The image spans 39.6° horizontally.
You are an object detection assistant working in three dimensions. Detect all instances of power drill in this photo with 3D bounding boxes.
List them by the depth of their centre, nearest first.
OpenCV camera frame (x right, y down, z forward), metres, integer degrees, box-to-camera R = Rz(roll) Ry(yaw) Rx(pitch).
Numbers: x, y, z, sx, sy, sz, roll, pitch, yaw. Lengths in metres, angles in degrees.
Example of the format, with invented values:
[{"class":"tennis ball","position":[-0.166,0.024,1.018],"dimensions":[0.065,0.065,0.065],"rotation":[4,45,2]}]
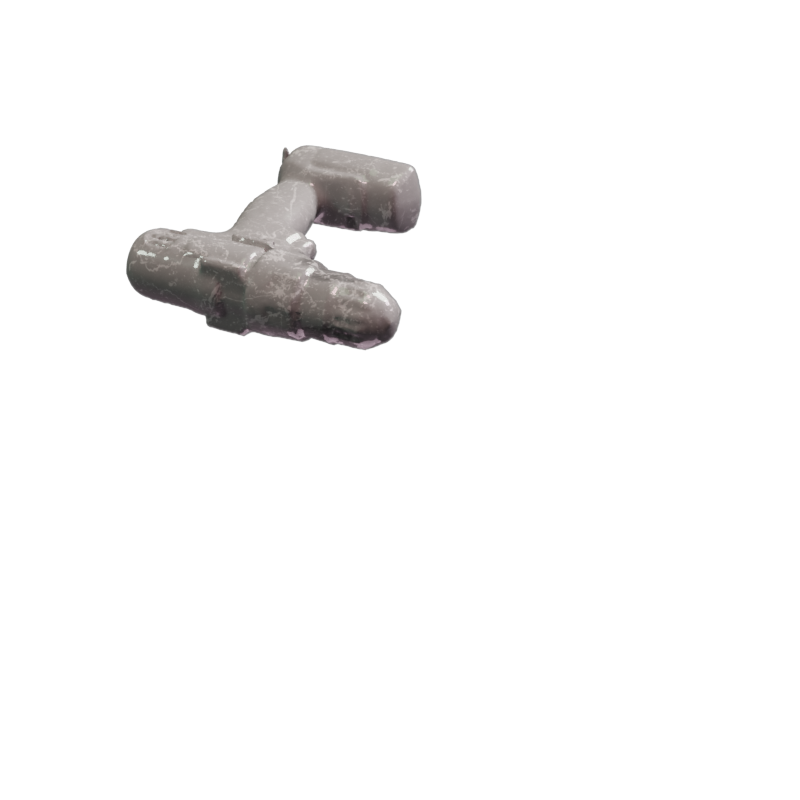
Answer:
[{"class":"power drill","position":[-0.057,-0.103,0.725],"dimensions":[0.192,0.054,0.191],"rotation":[15,36,22]}]
